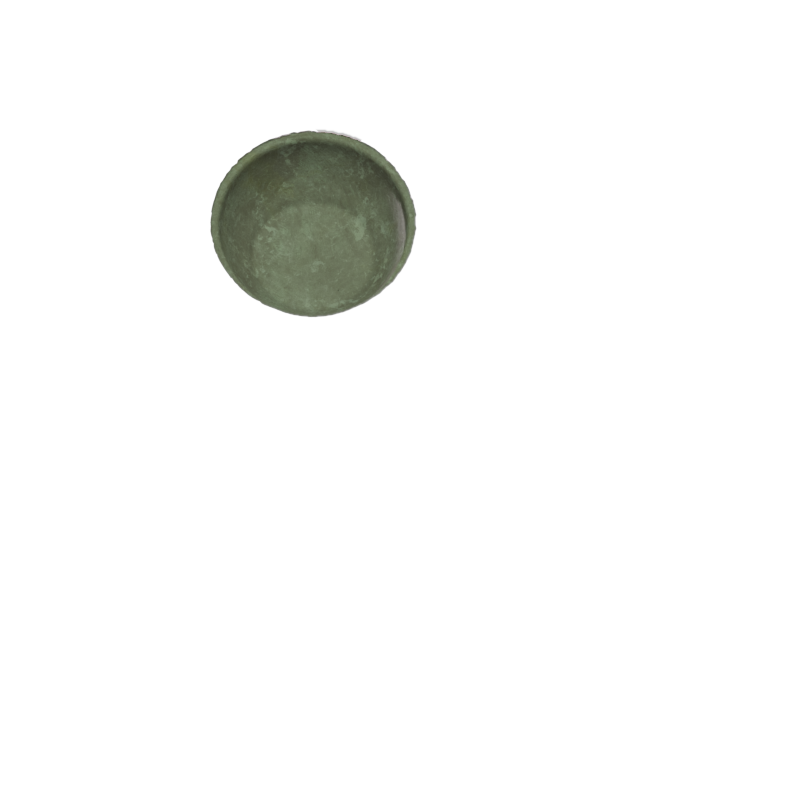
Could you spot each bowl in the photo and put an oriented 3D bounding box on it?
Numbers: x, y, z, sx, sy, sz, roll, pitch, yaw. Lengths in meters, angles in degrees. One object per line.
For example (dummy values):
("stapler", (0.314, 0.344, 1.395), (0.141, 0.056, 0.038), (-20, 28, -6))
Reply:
("bowl", (-0.066, -0.121, 0.848), (0.162, 0.153, 0.058), (1, 30, -1))
